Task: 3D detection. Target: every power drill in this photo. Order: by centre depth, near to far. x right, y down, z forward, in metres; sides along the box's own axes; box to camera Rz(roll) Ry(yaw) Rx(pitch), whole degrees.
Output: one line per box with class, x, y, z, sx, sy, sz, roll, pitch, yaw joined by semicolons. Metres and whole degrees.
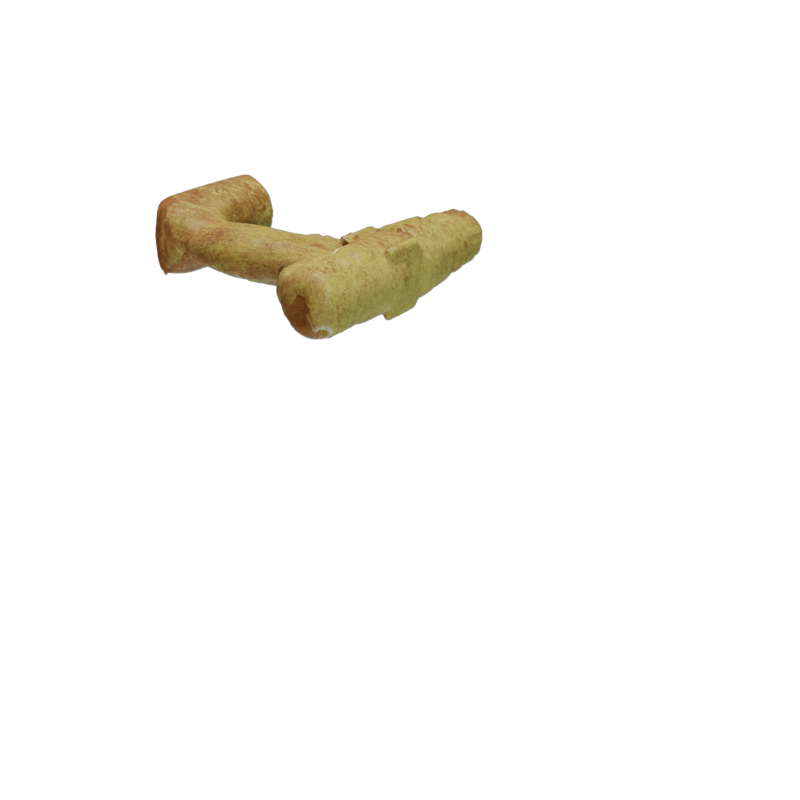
power drill;-0.059;-0.108;0.758;0.198;0.055;0.183;18;30;34
